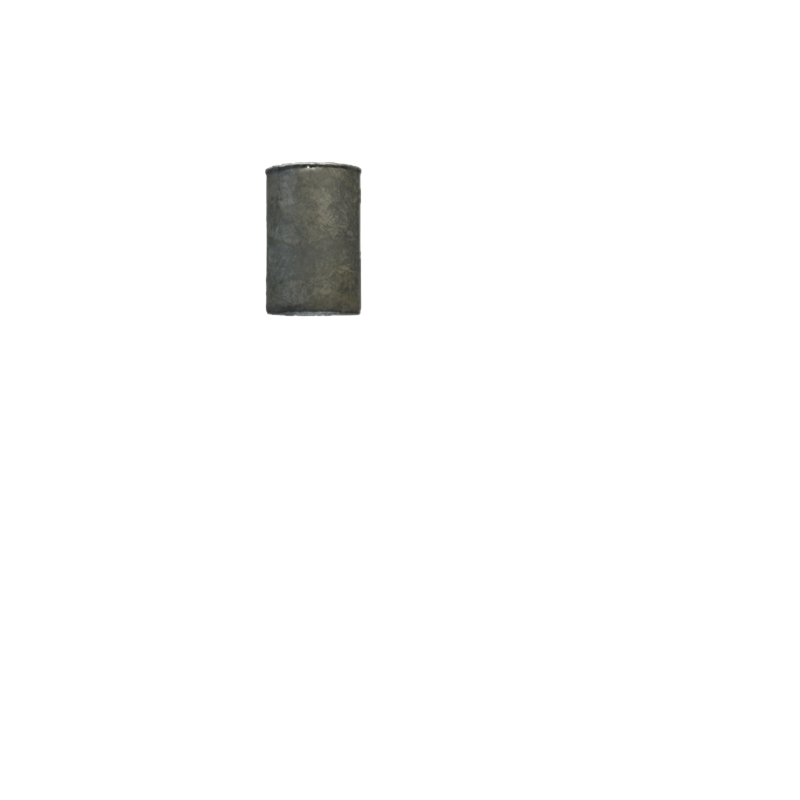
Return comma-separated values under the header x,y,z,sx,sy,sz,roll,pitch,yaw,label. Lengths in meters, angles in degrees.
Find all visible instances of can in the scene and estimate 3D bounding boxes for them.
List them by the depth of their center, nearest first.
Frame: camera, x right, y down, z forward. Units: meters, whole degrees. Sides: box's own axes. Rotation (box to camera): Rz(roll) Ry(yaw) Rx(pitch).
x,y,z,sx,sy,sz,roll,pitch,yaw,label
-0.061,-0.110,0.773,0.068,0.103,0.068,0,-3,-2,can
